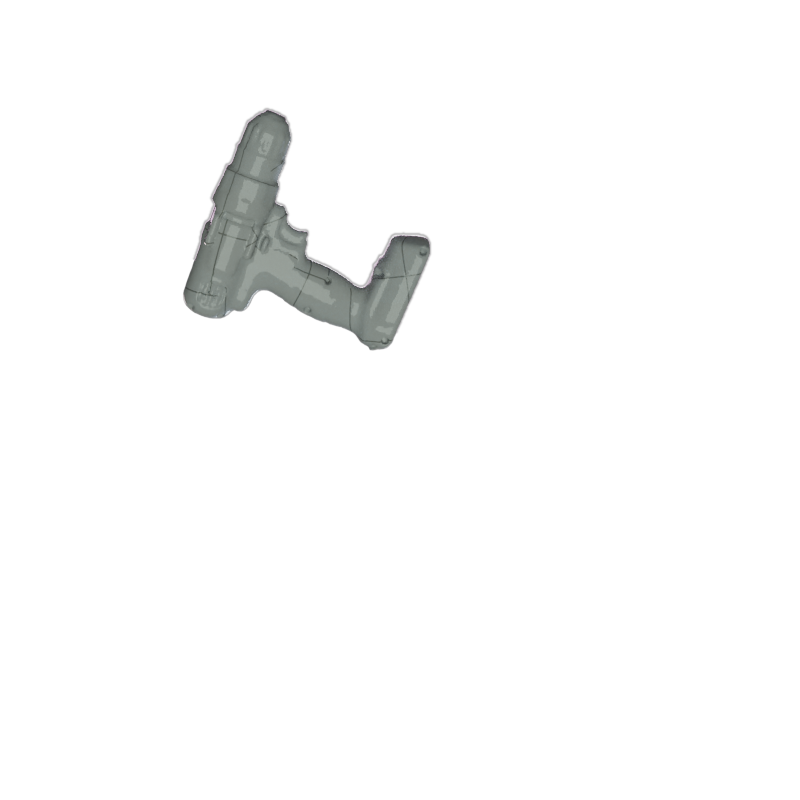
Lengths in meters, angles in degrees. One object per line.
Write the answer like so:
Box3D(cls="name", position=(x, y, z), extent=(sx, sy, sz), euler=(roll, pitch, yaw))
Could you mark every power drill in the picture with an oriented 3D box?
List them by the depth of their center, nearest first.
Box3D(cls="power drill", position=(-0.074, -0.135, 0.944), extent=(0.185, 0.180, 0.059), euler=(21, 14, -6))
